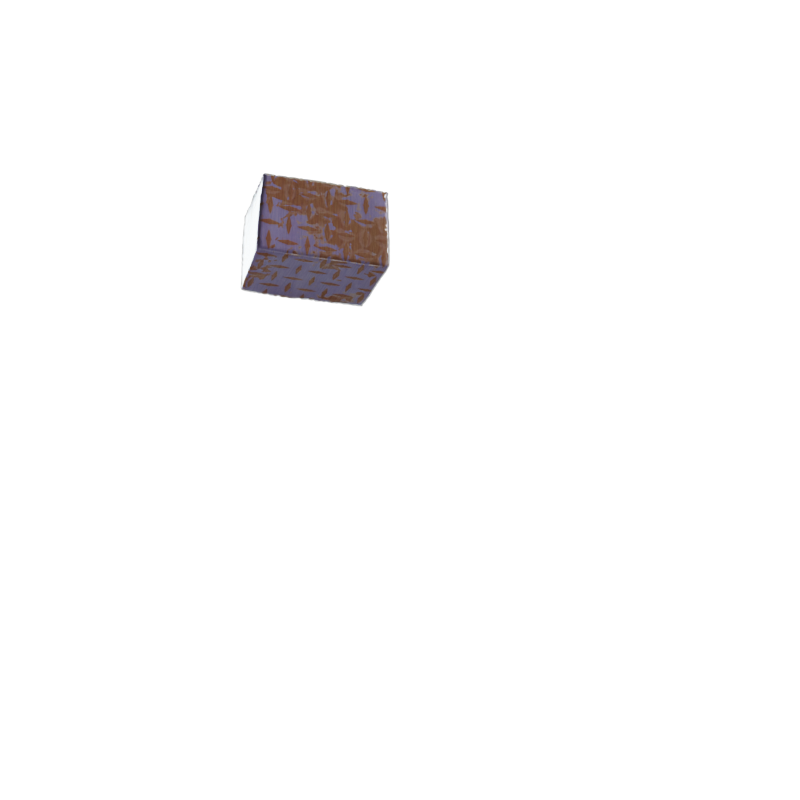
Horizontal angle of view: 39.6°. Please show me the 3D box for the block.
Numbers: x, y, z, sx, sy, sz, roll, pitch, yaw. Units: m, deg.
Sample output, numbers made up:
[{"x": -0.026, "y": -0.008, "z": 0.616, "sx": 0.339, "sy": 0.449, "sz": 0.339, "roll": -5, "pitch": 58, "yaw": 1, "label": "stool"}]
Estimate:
[{"x": -0.051, "y": -0.092, "z": 0.648, "sx": 0.076, "sy": 0.054, "sz": 0.051, "roll": 7, "pitch": -28, "yaw": -15, "label": "block"}]
